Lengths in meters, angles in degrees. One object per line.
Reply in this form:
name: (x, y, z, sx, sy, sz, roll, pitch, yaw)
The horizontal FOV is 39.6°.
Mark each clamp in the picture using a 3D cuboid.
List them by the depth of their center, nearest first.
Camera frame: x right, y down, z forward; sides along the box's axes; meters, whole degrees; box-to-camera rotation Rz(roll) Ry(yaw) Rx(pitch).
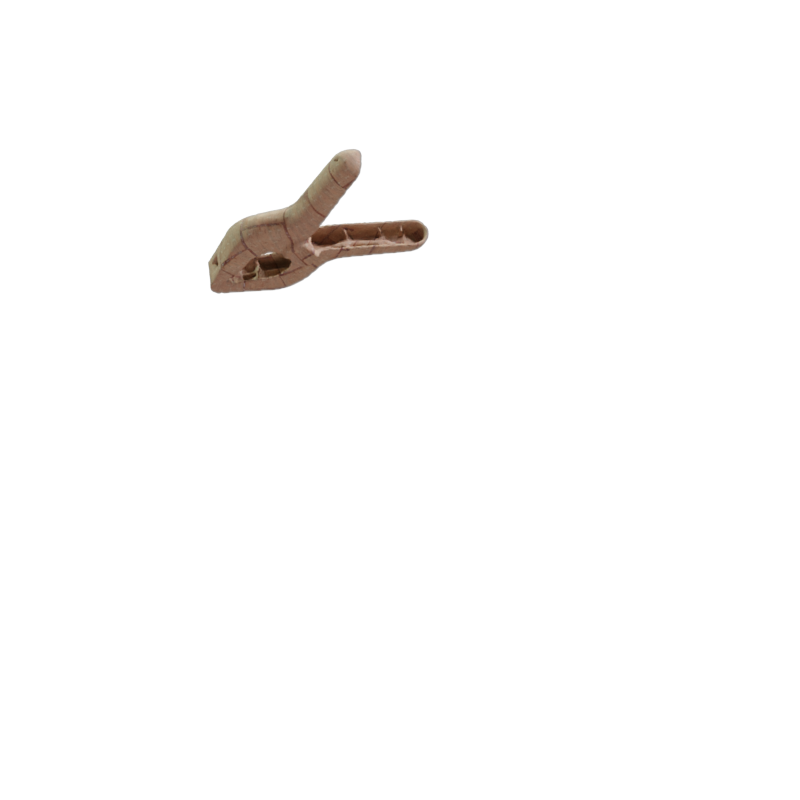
clamp: (-0.066, -0.121, 0.848, 0.172, 0.042, 0.112, -24, -42, 29)
